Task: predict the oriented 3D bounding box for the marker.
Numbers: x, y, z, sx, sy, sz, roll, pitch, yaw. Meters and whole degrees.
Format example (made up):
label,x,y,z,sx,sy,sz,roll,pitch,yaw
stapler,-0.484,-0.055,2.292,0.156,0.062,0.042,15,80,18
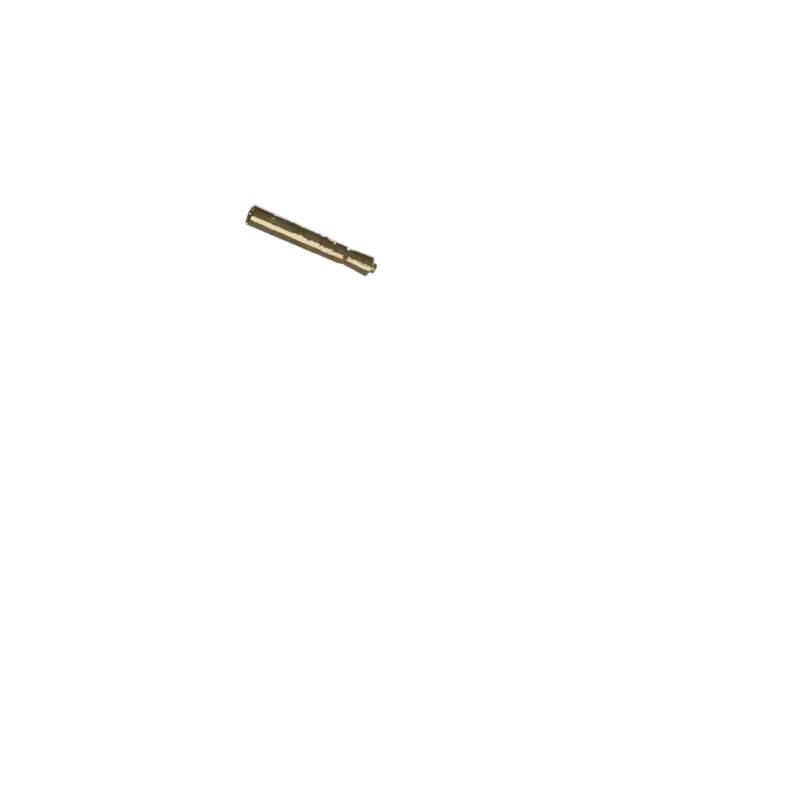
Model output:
label,x,y,z,sx,sy,sz,roll,pitch,yaw
marker,-0.074,-0.136,0.950,0.117,0.020,0.020,22,-3,-14
